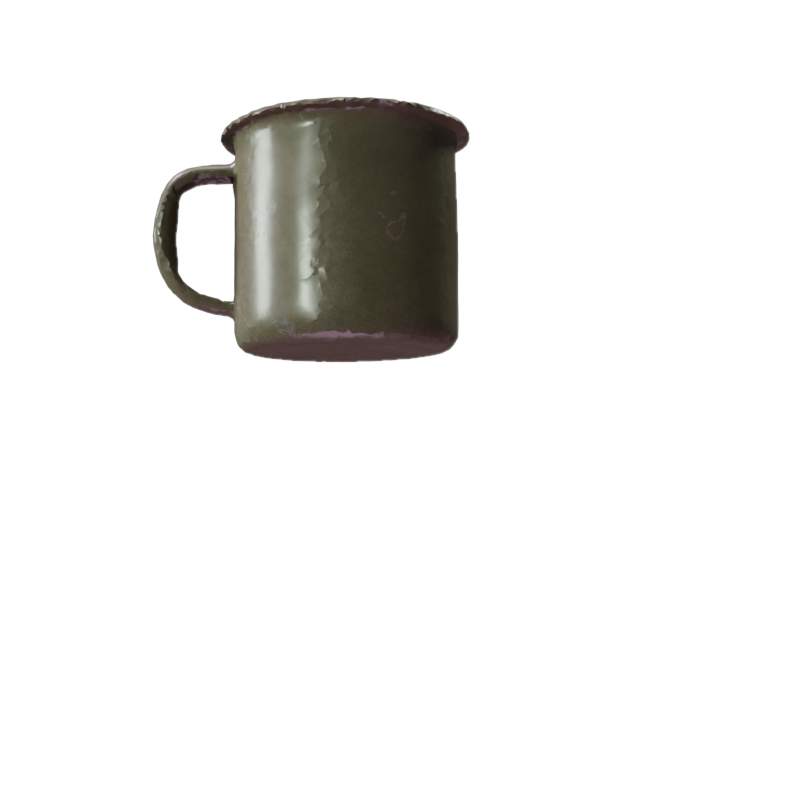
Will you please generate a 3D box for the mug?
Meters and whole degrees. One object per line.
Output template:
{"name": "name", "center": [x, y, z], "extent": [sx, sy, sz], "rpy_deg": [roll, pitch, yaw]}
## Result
{"name": "mug", "center": [-0.032, -0.058, 0.408], "extent": [0.116, 0.084, 0.092], "rpy_deg": [1, -8, -8]}
